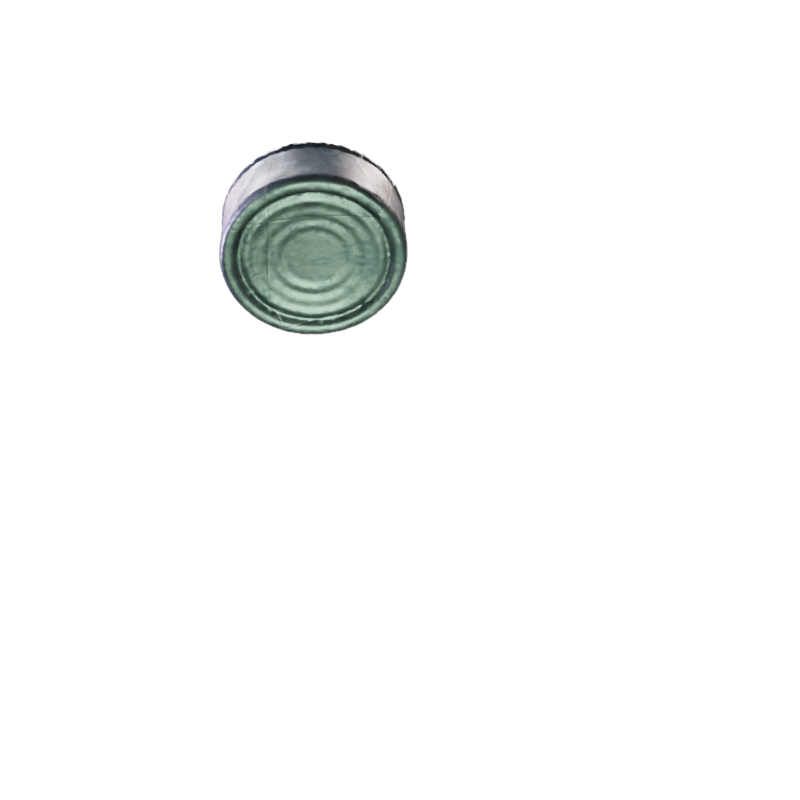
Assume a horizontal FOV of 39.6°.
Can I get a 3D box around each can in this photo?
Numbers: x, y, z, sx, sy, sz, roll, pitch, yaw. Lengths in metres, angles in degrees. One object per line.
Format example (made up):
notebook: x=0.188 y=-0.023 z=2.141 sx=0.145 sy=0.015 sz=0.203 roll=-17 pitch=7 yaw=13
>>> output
can: x=-0.040 y=-0.072 z=0.505 sx=0.086 sy=0.080 sz=0.036 roll=1 pitch=36 yaw=-1
